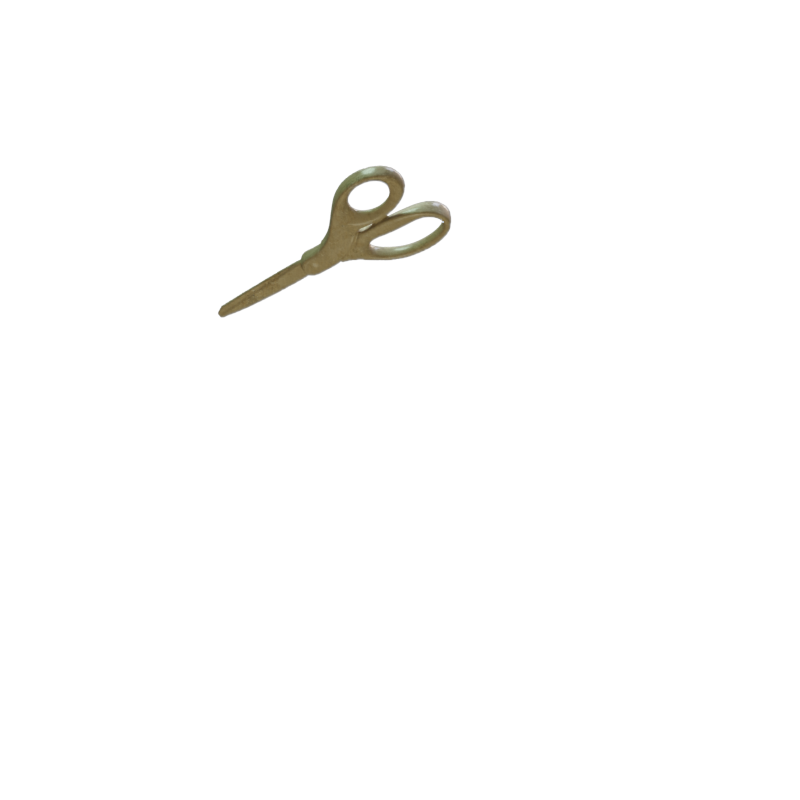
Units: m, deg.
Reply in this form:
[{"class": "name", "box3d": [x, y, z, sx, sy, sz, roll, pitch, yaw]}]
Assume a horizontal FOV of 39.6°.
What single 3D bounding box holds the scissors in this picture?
[{"class": "scissors", "box3d": [-0.064, -0.116, 0.815, 0.203, 0.017, 0.089, -15, -43, 16]}]
